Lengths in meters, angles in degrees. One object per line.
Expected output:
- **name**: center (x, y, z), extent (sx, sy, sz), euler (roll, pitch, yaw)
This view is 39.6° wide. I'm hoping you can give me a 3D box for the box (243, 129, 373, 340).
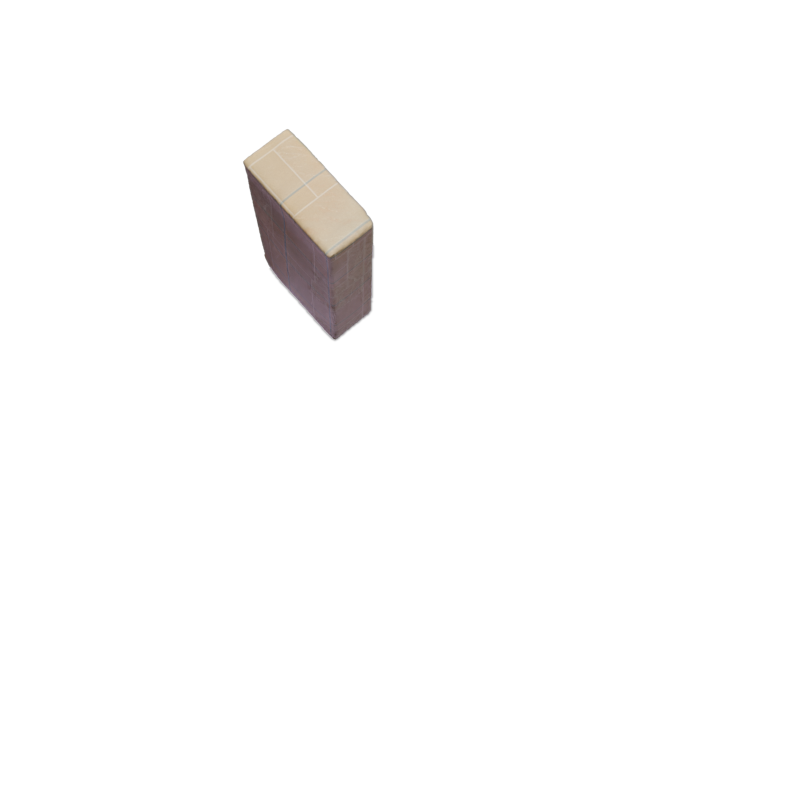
- **box**: center (-0.062, -0.114, 0.797), extent (0.048, 0.097, 0.169), euler (-38, -12, -14)
